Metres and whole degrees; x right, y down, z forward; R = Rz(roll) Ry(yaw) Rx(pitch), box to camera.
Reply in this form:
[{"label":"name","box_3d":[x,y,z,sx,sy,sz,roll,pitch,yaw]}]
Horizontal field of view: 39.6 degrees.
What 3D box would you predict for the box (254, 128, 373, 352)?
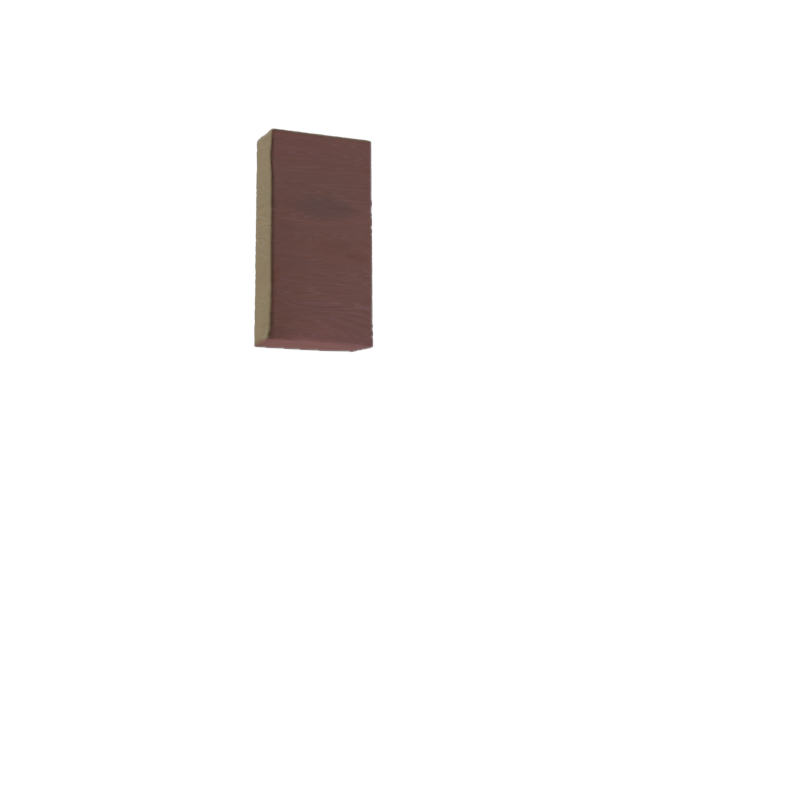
[{"label":"box","box_3d":[-0.072,-0.131,0.918,0.090,0.182,0.048,4,-14,-23]}]
